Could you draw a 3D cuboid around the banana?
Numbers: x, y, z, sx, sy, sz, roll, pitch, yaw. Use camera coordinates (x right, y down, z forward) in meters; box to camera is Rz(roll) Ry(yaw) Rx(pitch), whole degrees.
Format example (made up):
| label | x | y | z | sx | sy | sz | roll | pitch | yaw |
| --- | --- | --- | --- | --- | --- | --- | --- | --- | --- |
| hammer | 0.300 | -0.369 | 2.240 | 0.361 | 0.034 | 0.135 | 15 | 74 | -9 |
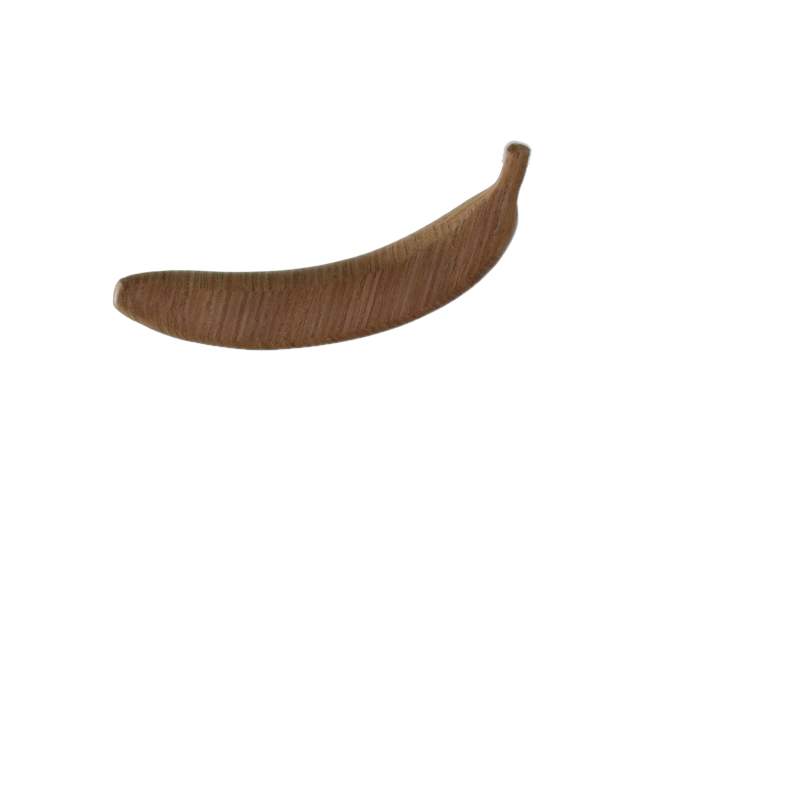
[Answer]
| label | x | y | z | sx | sy | sz | roll | pitch | yaw |
| --- | --- | --- | --- | --- | --- | --- | --- | --- | --- |
| banana | -0.029 | -0.057 | 0.505 | 0.198 | 0.066 | 0.039 | -19 | 23 | 8 |
